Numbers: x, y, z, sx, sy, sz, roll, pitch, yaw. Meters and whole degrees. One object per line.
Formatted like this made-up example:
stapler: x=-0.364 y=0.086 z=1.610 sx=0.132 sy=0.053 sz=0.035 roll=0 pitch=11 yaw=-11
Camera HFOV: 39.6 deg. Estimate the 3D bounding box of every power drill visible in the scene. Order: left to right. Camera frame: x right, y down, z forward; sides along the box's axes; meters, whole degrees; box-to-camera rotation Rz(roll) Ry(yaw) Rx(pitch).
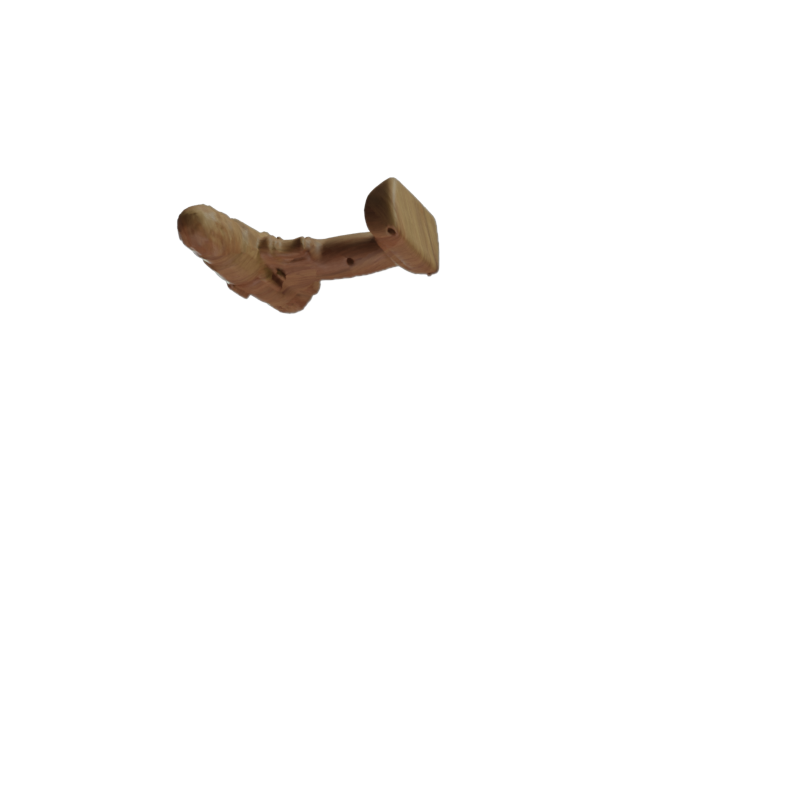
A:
power drill: x=-0.074 y=-0.135 z=0.948 sx=0.191 sy=0.060 sz=0.172 roll=-9 pitch=-19 yaw=25
